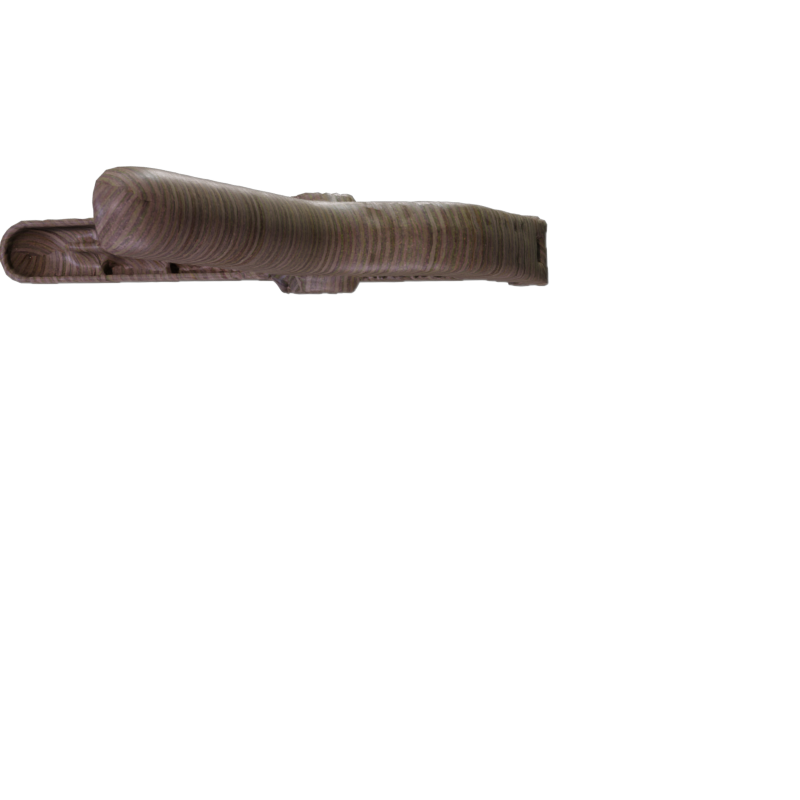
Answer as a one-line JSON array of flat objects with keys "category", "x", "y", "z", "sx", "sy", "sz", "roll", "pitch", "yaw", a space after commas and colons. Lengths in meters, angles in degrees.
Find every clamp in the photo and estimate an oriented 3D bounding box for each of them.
[{"category": "clamp", "x": -0.031, "y": -0.056, "z": 0.395, "sx": 0.205, "sy": 0.036, "sz": 0.168, "roll": -1, "pitch": 4, "yaw": -20}]
